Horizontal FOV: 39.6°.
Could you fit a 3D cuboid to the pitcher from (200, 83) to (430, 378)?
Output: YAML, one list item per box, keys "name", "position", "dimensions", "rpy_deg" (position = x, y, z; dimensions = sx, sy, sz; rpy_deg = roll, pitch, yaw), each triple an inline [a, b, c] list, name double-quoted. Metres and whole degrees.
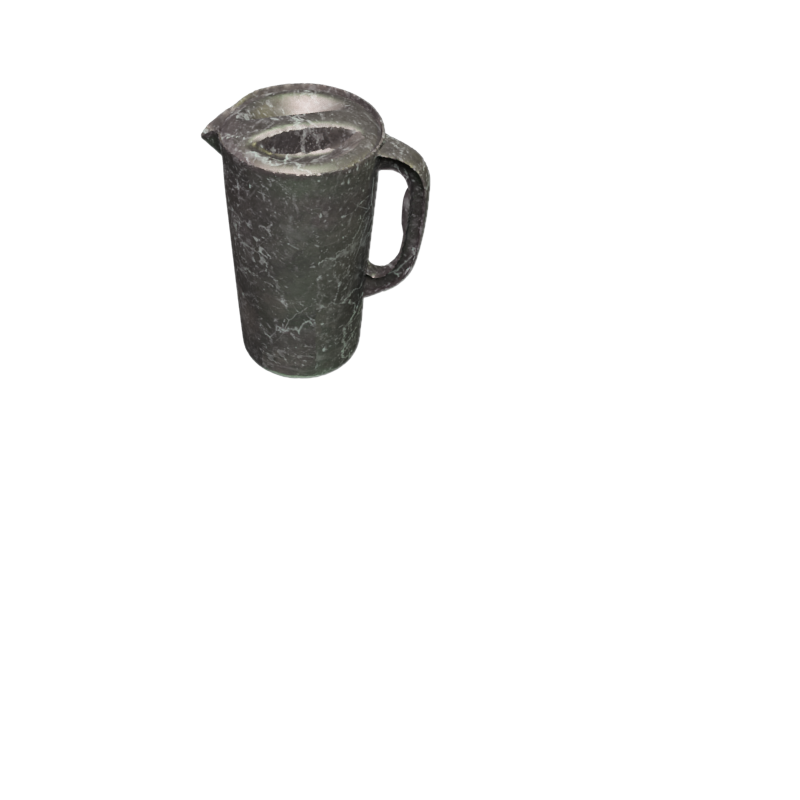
- name: "pitcher"
  position: [-0.074, -0.135, 0.944]
  dimensions: [0.144, 0.226, 0.161]
  rpy_deg: [-23, 48, -25]
